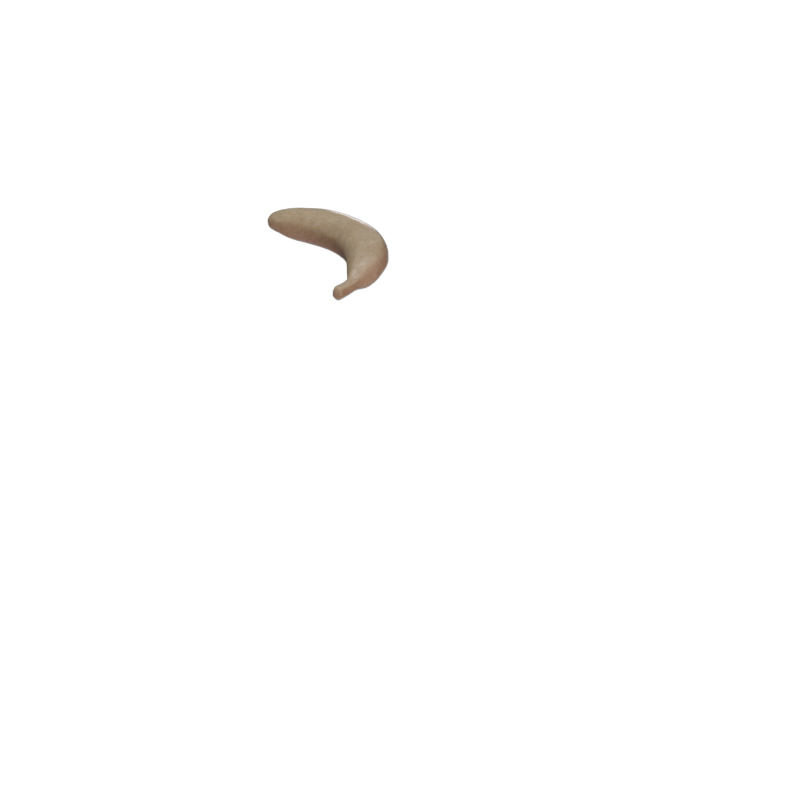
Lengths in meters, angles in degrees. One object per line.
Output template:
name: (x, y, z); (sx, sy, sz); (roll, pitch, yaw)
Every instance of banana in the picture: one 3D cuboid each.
banana: (-0.057, -0.139, 0.966); (0.068, 0.035, 0.211); (-8, 26, -19)
